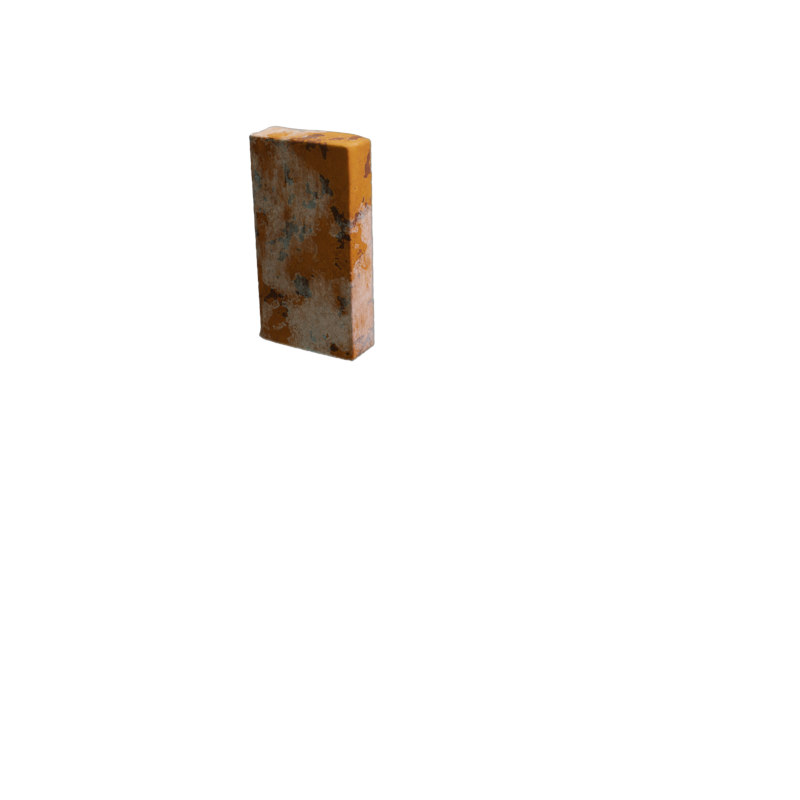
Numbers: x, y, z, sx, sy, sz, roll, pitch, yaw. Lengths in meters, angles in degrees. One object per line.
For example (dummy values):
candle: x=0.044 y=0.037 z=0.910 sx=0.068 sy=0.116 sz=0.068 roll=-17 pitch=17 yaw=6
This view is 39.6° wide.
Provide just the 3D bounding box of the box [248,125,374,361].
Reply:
box: x=-0.069 y=-0.126 z=0.885 sx=0.098 sy=0.169 sz=0.048 roll=12 pitch=21 yaw=29
